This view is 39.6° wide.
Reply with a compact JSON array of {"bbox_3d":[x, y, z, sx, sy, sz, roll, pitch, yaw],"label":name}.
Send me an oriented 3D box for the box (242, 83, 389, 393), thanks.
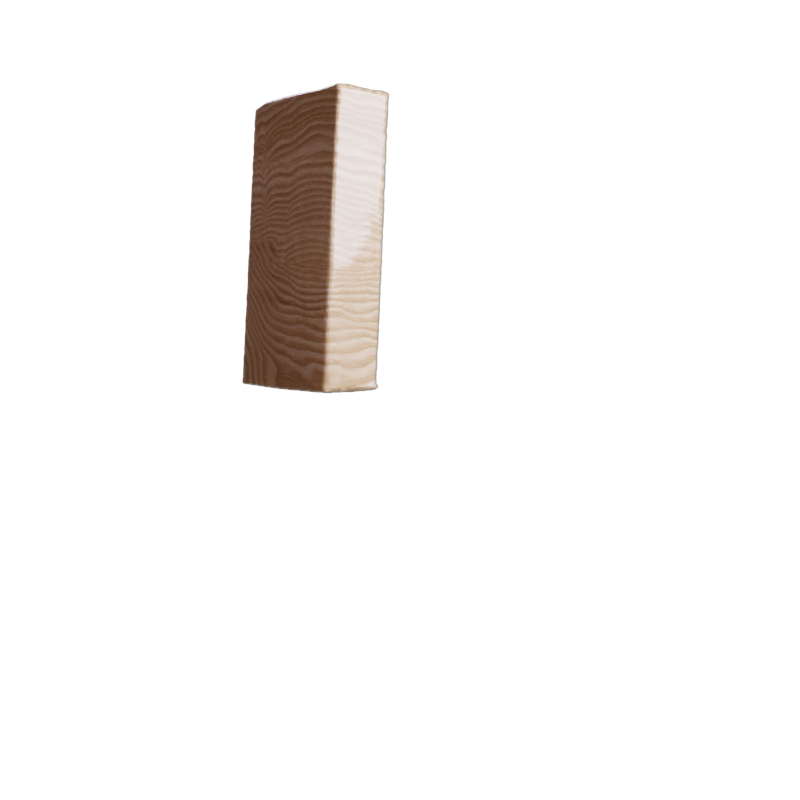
[{"bbox_3d":[-0.053,-0.095,0.667,0.046,0.178,0.096,2,-3,-38],"label":"box"}]
